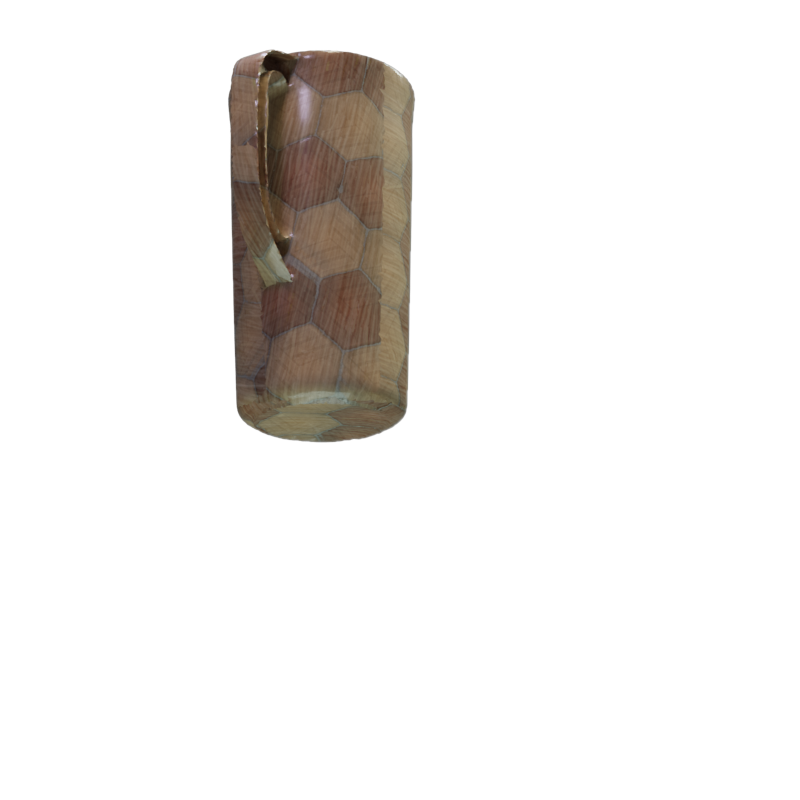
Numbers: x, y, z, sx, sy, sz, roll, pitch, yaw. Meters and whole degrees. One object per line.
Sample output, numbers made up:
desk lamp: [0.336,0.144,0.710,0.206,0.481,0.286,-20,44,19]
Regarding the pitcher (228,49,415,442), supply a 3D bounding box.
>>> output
pitcher: [-0.058,-0.105,0.736,0.145,0.256,0.142,7,-24,-20]
